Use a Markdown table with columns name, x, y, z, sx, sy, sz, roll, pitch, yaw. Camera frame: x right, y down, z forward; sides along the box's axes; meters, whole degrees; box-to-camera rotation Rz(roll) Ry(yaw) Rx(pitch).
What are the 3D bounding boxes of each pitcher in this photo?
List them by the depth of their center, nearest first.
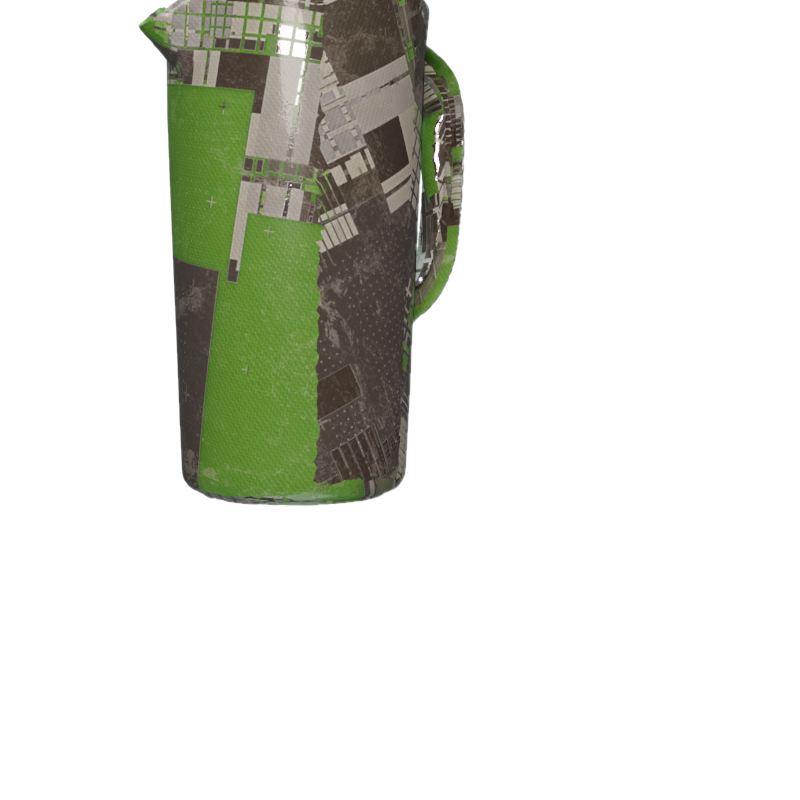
| name | x | y | z | sx | sy | sz | roll | pitch | yaw |
| --- | --- | --- | --- | --- | --- | --- | --- | --- | --- |
| pitcher | -0.043 | -0.078 | 0.550 | 0.150 | 0.246 | 0.142 | -1 | -3 | 6 |
